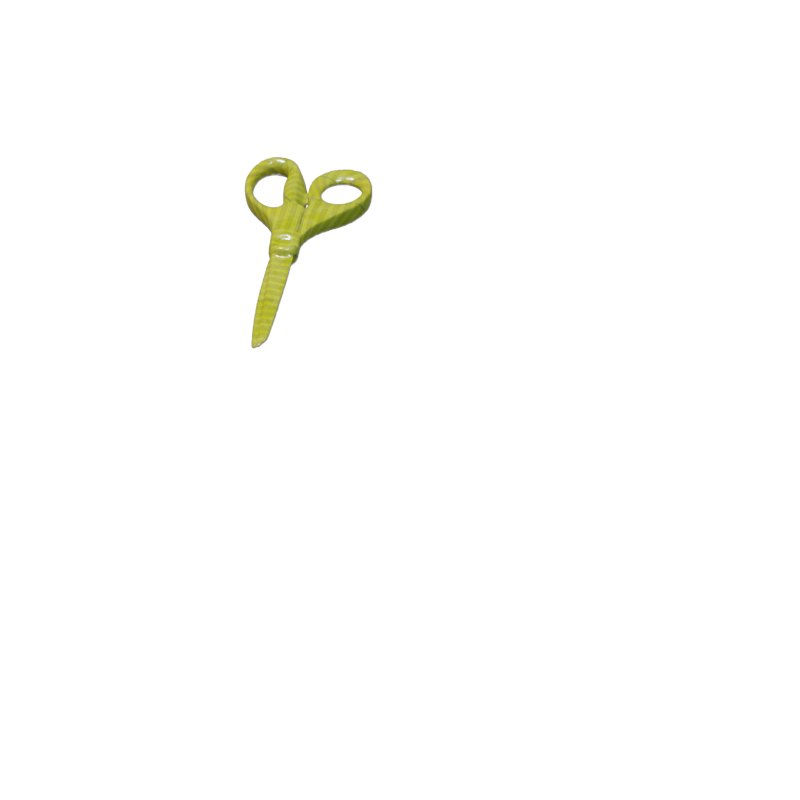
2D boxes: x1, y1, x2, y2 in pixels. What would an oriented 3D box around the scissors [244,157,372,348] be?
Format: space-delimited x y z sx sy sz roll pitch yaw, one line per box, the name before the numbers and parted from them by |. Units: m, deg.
scissors | -0.056 -0.101 0.709 0.095 0.015 0.218 -6 40 -8
